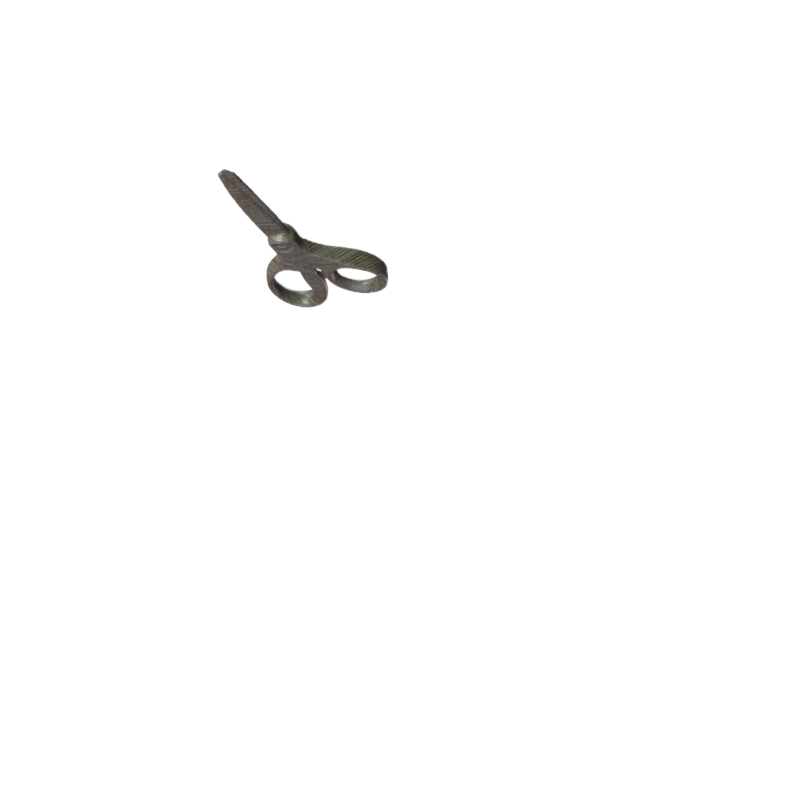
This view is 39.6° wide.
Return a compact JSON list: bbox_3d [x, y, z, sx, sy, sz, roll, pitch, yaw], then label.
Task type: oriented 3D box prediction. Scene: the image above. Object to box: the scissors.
[{"bbox_3d":[-0.058,-0.105,0.738,0.096,0.017,0.191,-1,-18,2],"label":"scissors"}]
